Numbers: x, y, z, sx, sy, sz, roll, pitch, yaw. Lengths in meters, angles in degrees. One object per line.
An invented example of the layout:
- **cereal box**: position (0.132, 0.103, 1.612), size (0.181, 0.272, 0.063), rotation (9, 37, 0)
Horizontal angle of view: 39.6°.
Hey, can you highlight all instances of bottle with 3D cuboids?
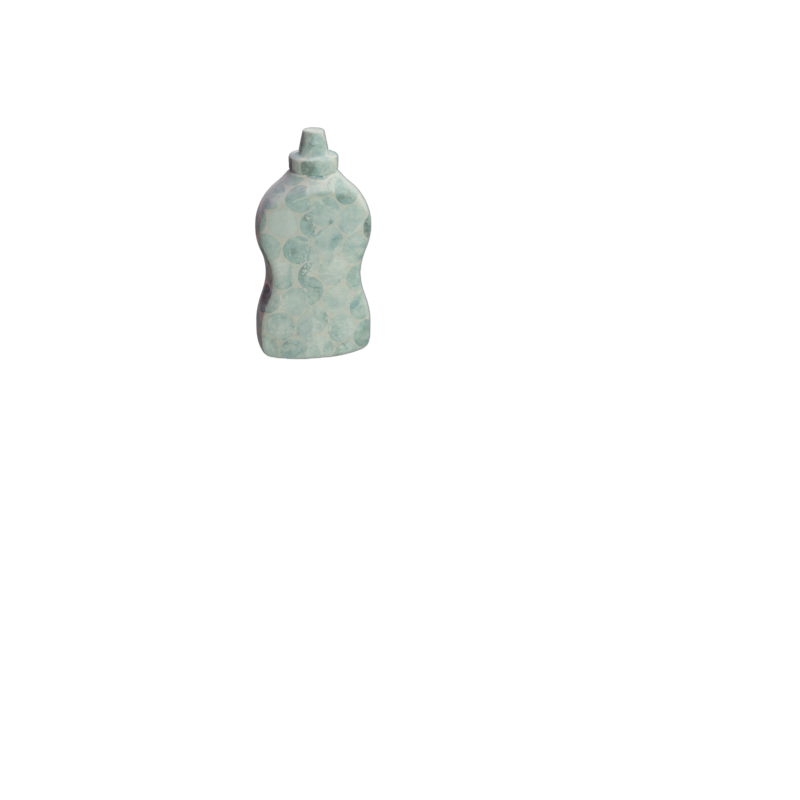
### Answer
- **bottle**: position (-0.072, -0.132, 0.923), size (0.095, 0.183, 0.062), rotation (-3, 20, -11)
